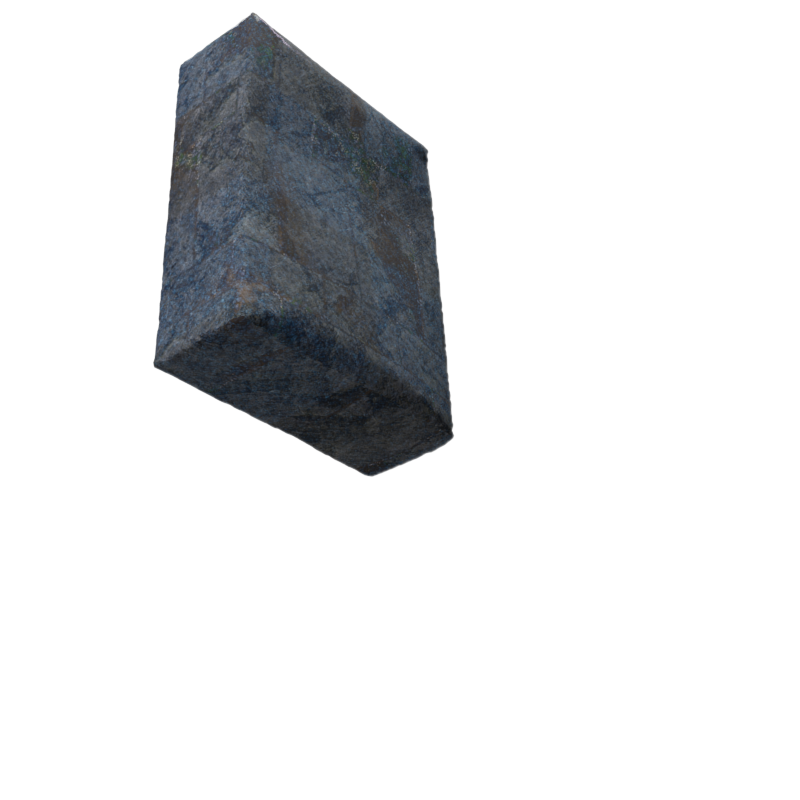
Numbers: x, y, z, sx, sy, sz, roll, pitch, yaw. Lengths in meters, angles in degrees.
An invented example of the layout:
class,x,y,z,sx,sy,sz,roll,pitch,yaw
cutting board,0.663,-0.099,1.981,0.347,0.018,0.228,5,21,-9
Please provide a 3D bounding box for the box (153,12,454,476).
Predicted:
class,x,y,z,sx,sy,sz,roll,pitch,yaw
box,-0.049,-0.088,0.620,0.072,0.229,0.153,-29,-43,32
